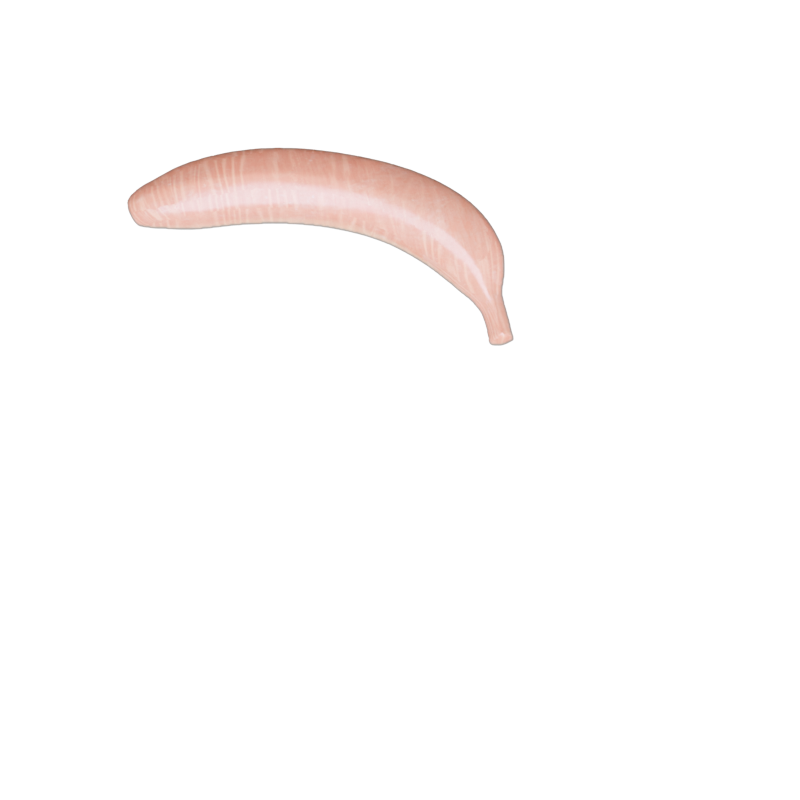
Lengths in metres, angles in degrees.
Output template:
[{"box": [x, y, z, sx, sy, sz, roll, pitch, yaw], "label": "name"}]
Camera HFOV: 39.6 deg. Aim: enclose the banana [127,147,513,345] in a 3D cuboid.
[{"box": [-0.032, -0.090, 0.538, 0.202, 0.073, 0.034, 18, -31, 11], "label": "banana"}]
